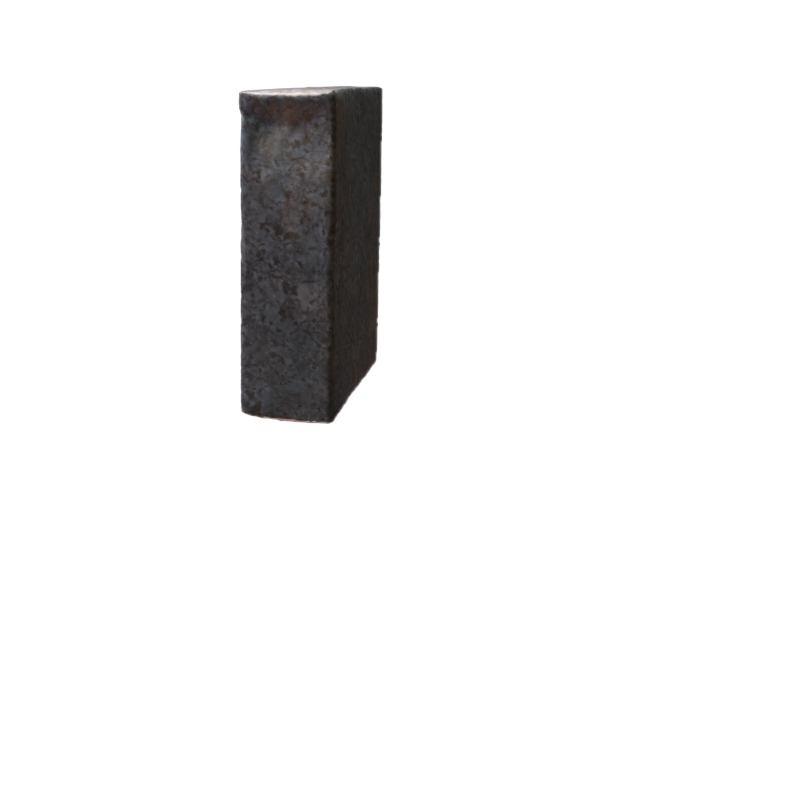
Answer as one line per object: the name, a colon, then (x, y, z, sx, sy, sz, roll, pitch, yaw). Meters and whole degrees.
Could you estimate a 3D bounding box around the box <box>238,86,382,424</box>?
box: (-0.061, -0.110, 0.773, 0.073, 0.209, 0.166, 2, 12, 10)
